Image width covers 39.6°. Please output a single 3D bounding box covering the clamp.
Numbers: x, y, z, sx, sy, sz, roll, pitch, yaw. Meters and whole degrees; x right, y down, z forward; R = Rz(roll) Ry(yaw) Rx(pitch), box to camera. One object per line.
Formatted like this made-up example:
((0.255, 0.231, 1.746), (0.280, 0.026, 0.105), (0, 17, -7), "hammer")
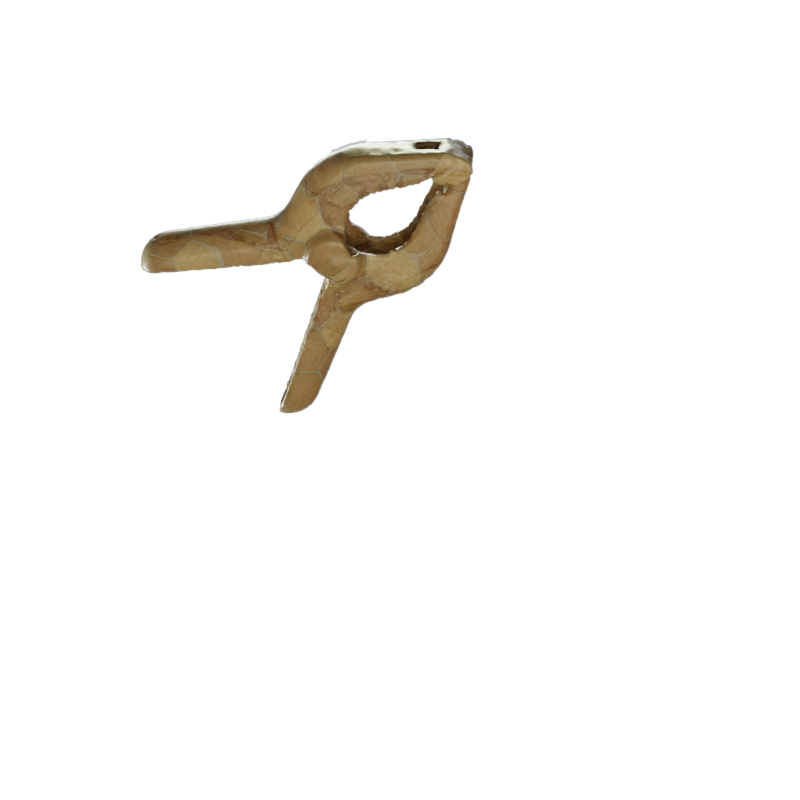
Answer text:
((-0.043, -0.078, 0.547), (0.115, 0.169, 0.042), (38, 22, -20), "clamp")
